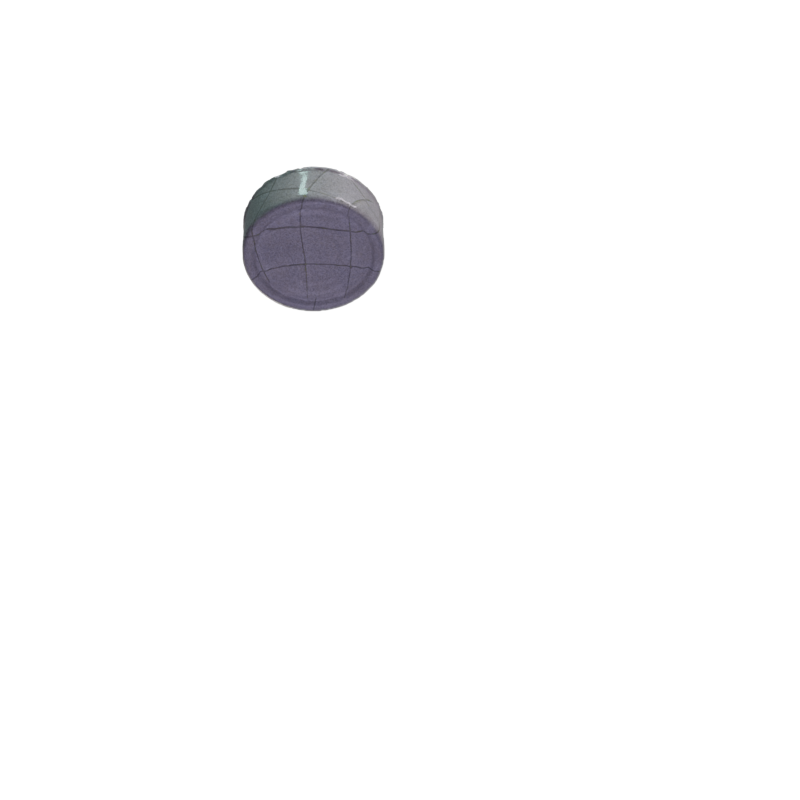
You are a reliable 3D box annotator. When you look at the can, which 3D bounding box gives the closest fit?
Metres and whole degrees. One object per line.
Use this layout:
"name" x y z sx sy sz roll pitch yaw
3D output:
"can" -0.052 -0.095 0.663 0.086 0.080 0.036 1 40 -1
